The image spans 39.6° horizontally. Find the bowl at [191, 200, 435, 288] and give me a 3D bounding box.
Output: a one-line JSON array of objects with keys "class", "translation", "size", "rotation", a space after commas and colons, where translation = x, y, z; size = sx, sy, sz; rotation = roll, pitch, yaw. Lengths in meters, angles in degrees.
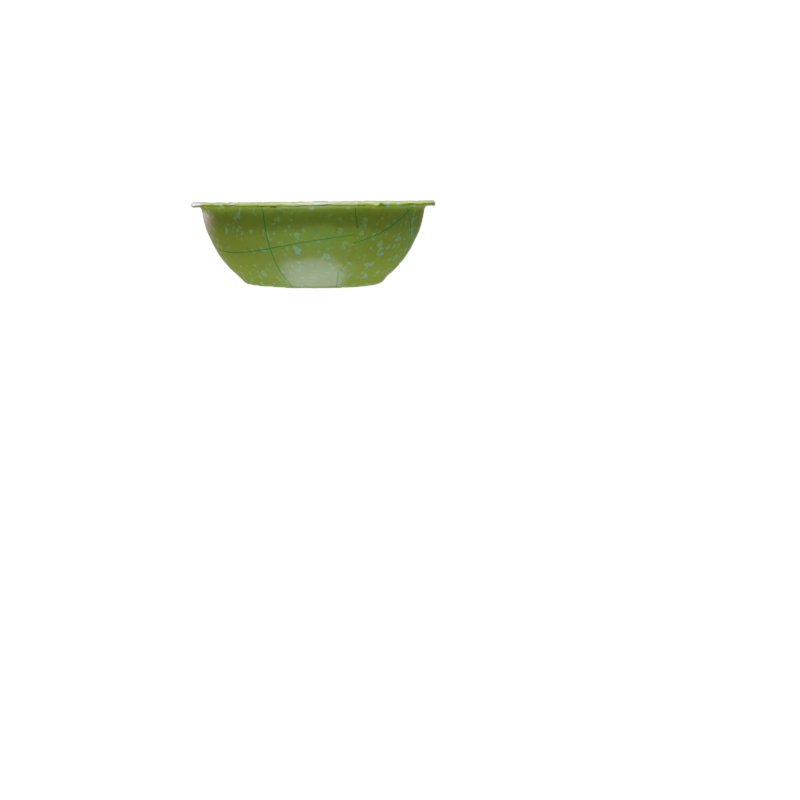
[{"class": "bowl", "translation": [-0.057, -0.105, 0.734], "size": [0.162, 0.054, 0.165], "rotation": [0, 10, -2]}]
